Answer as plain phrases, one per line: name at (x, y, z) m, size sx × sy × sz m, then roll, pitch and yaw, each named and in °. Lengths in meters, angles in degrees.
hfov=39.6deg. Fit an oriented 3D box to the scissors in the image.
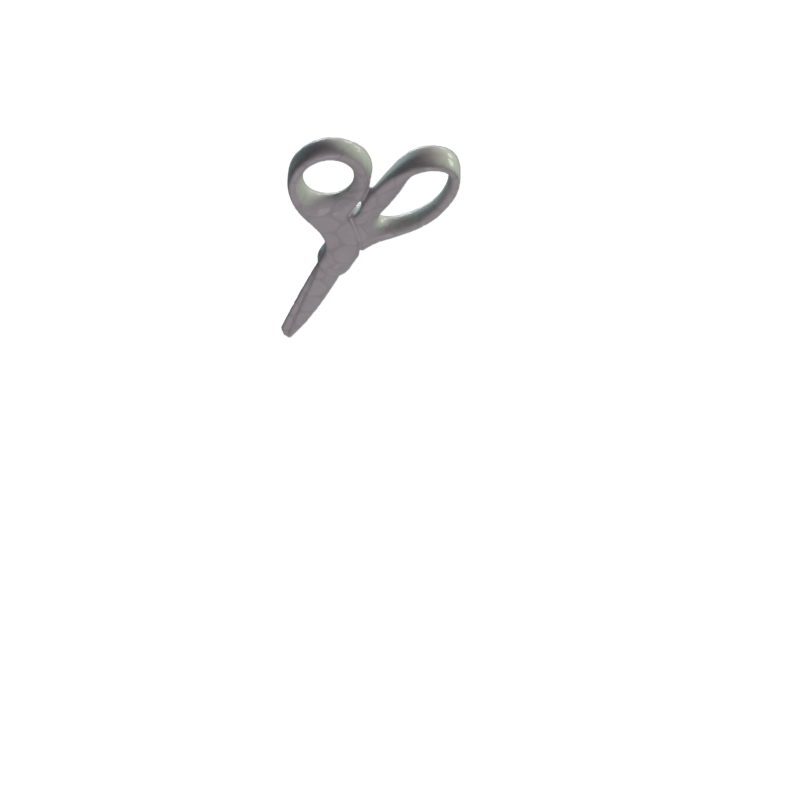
scissors at (-0.048, -0.088, 0.615) m, size 0.091 × 0.017 × 0.200 m, roll 19°, pitch -33°, yaw -32°
